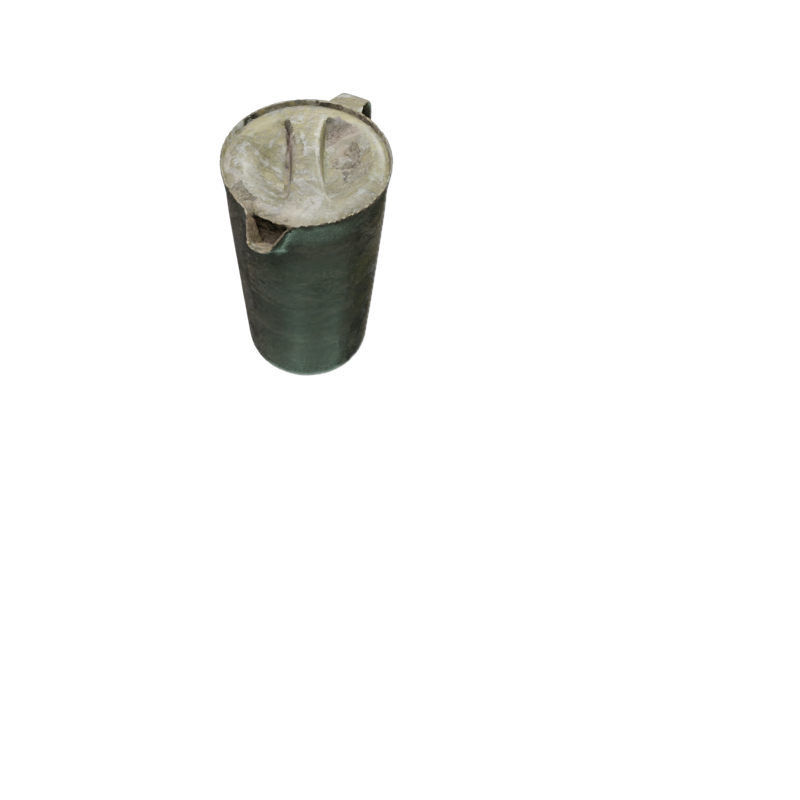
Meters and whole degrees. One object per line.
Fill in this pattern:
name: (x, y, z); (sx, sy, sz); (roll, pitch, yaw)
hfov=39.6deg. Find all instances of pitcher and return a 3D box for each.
pitcher: (-0.074, -0.135, 0.945); (0.148, 0.156, 0.227); (-17, -31, -14)
